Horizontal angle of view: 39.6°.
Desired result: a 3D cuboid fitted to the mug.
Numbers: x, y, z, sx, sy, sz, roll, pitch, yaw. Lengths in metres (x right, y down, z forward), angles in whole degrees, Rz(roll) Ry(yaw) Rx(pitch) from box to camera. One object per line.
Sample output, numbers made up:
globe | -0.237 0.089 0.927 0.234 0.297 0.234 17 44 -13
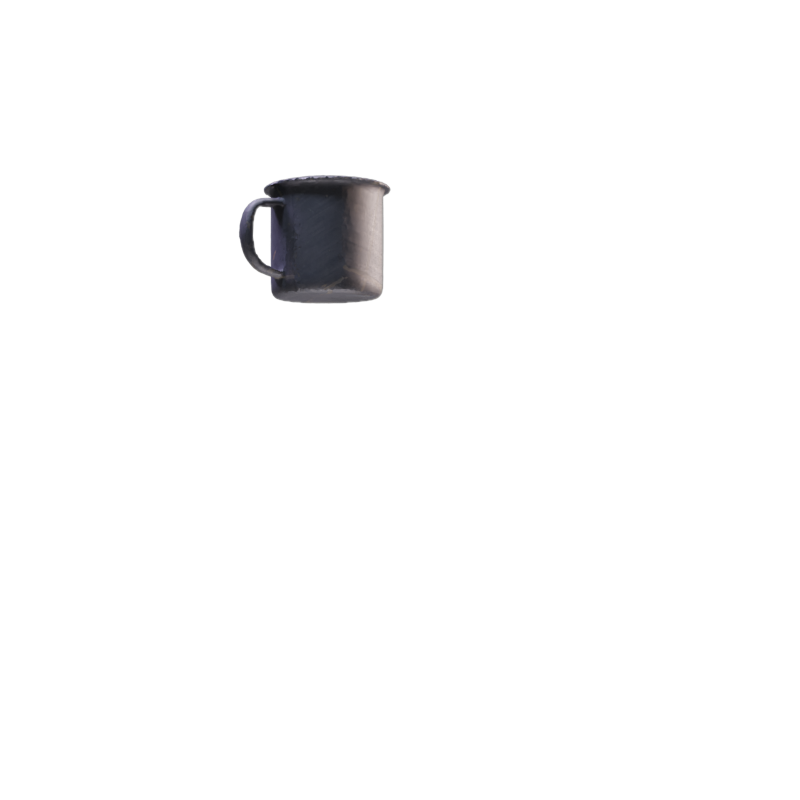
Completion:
mug | -0.063 -0.114 0.800 0.112 0.083 0.096 3 -5 -36
